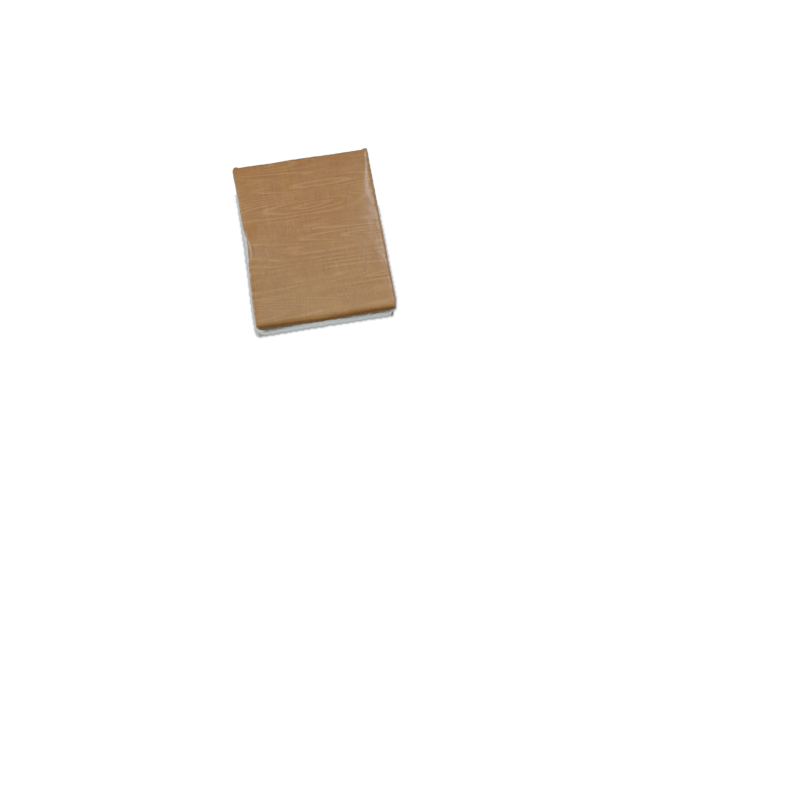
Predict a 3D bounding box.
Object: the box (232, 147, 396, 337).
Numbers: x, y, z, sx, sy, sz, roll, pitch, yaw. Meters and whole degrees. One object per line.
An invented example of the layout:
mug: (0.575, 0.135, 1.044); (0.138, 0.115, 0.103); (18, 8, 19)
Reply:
box: (-0.045, -0.083, 0.580); (0.073, 0.093, 0.029); (-9, -15, -3)
